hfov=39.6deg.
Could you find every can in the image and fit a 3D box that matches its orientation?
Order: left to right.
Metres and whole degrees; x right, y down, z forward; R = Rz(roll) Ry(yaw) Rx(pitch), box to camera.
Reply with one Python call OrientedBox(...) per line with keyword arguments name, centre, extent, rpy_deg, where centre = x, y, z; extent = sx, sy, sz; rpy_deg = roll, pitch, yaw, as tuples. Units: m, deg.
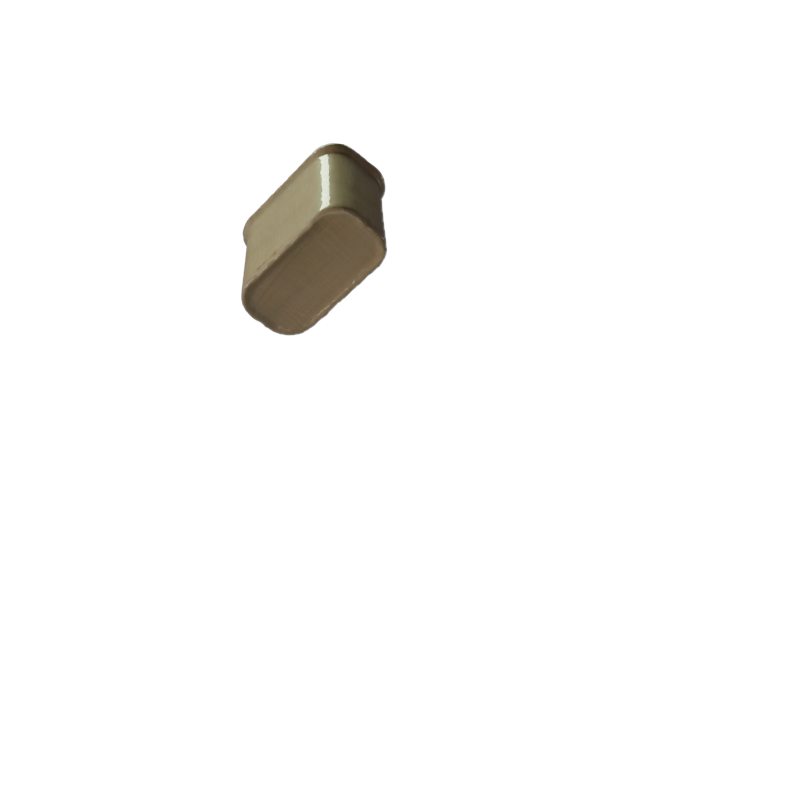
OrientedBox(name="can", centre=(-0.055, -0.100, 0.700), extent=(0.055, 0.100, 0.089), rpy_deg=(37, 25, -25))
